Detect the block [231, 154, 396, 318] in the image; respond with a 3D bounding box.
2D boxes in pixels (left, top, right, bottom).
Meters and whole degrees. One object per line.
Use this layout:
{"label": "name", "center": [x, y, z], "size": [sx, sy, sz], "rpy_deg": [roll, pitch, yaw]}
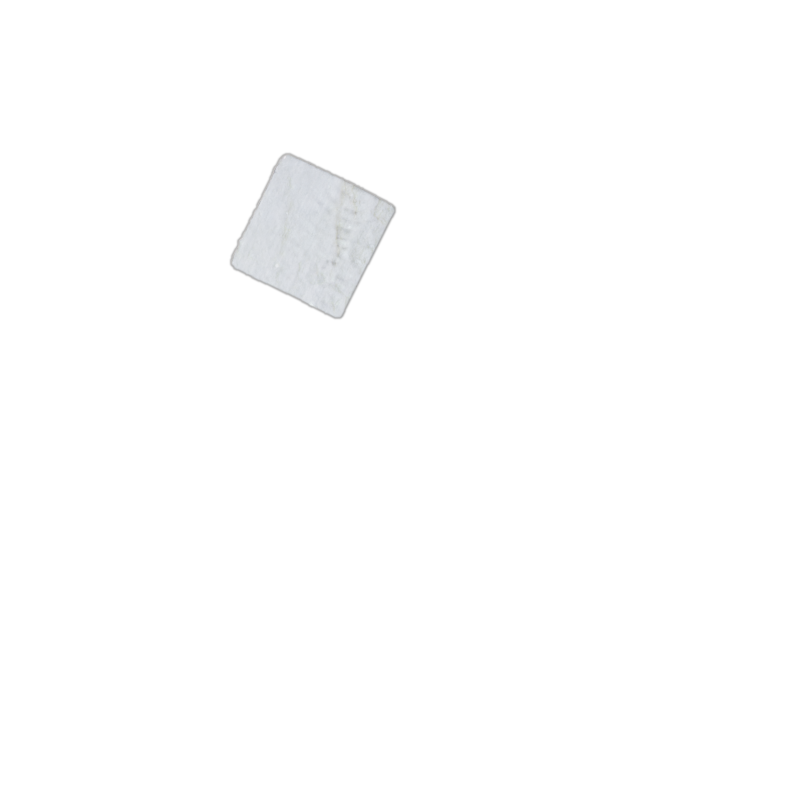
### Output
{"label": "block", "center": [-0.069, -0.125, 0.871], "size": [0.090, 0.091, 0.208], "rpy_deg": [26, 3, -6]}
